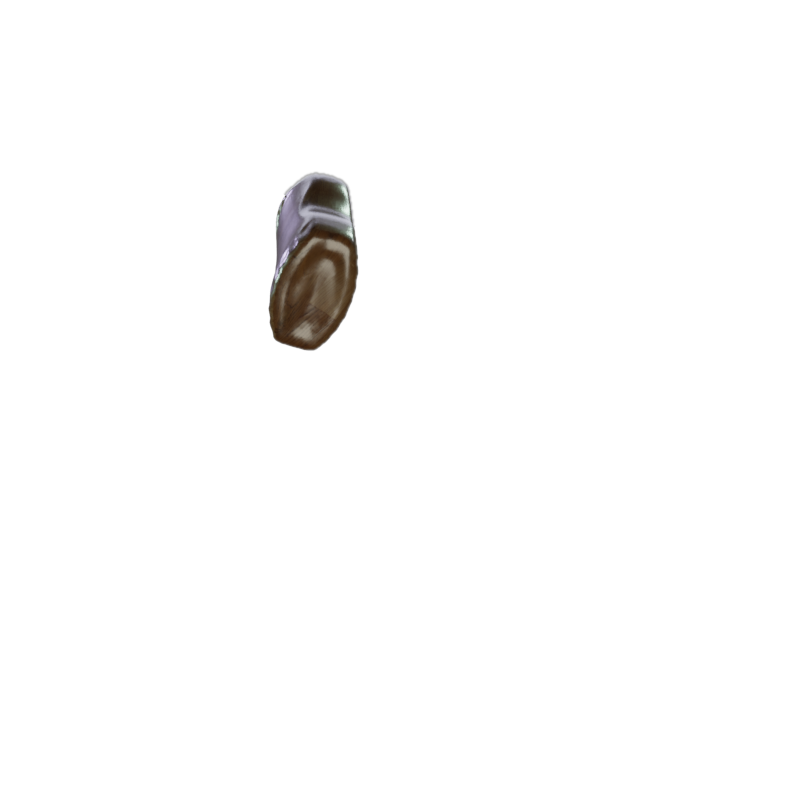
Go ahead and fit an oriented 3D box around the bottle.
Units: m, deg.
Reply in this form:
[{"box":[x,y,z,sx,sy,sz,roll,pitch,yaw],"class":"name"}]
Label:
[{"box":[-0.068,-0.123,0.864,0.057,0.092,0.203,14,27,-12],"class":"bottle"}]
